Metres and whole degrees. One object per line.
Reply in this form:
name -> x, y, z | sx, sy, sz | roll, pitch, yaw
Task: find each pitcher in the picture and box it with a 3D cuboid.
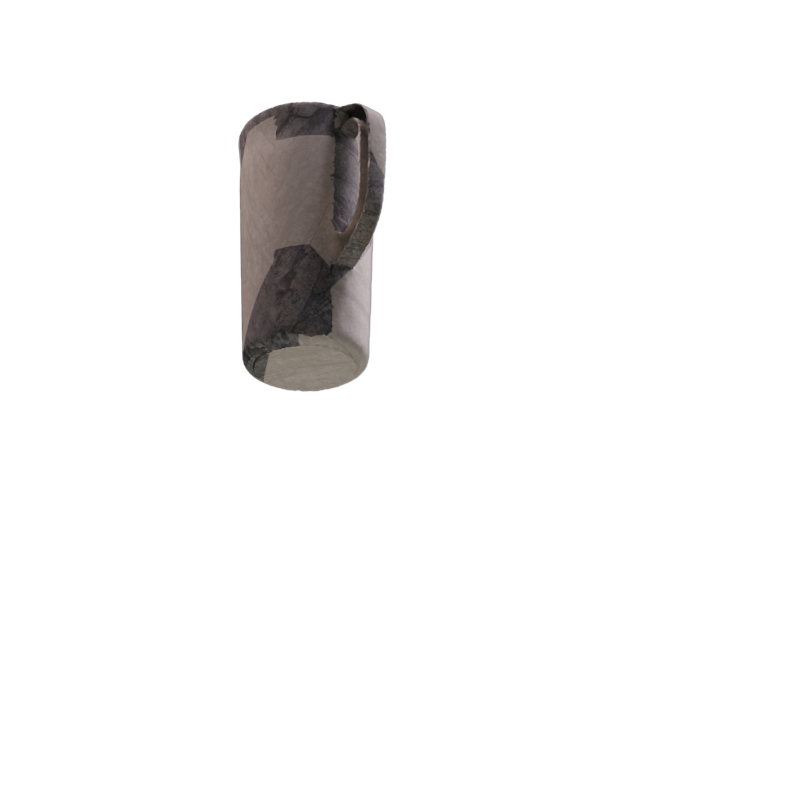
pitcher -> -0.077, -0.141, 0.987 | 0.146, 0.259, 0.139 | -5, -29, 5
